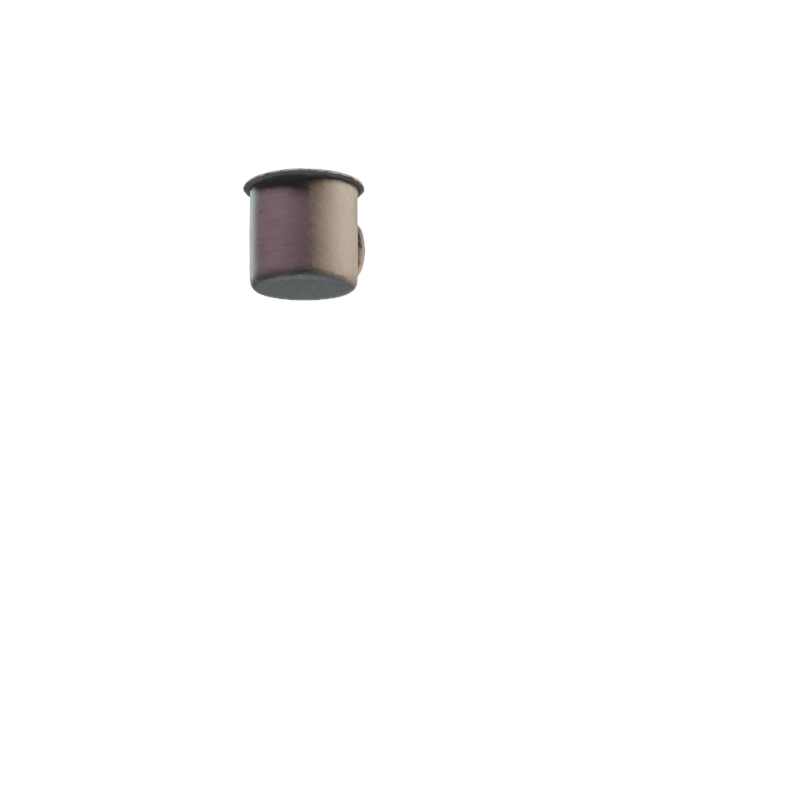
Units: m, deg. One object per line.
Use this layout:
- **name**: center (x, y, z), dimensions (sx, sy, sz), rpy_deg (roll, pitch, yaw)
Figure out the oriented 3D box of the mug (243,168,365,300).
- **mug**: center (-0.067, -0.122, 0.852), dimensions (0.095, 0.084, 0.111), rpy_deg (-8, -13, 34)
